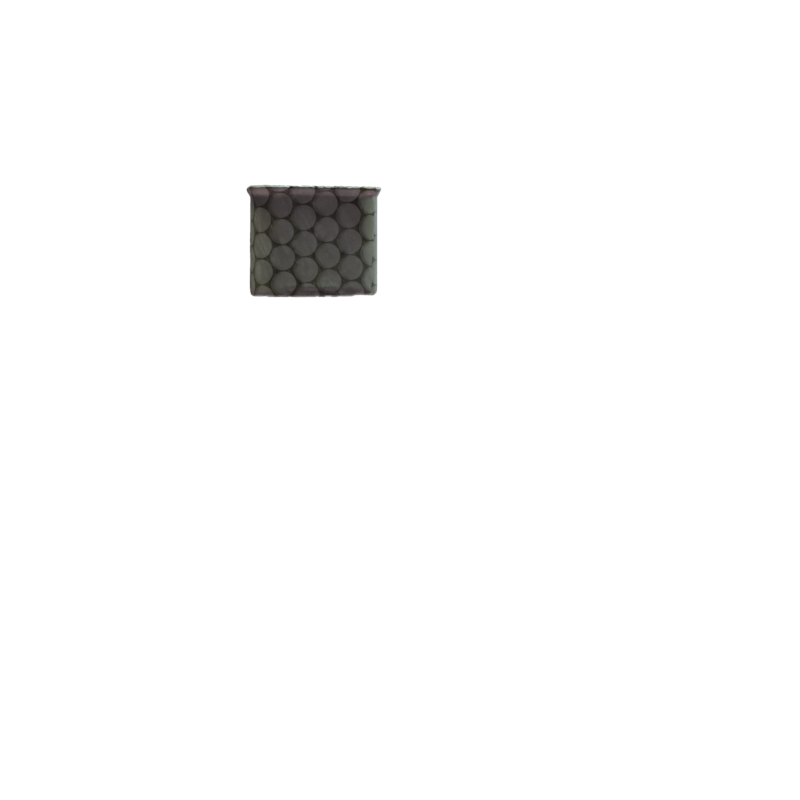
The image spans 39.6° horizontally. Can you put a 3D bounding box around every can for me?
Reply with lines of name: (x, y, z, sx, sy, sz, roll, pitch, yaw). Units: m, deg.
can: (-0.067, -0.122, 0.853, 0.101, 0.084, 0.058, -1, 2, -10)
